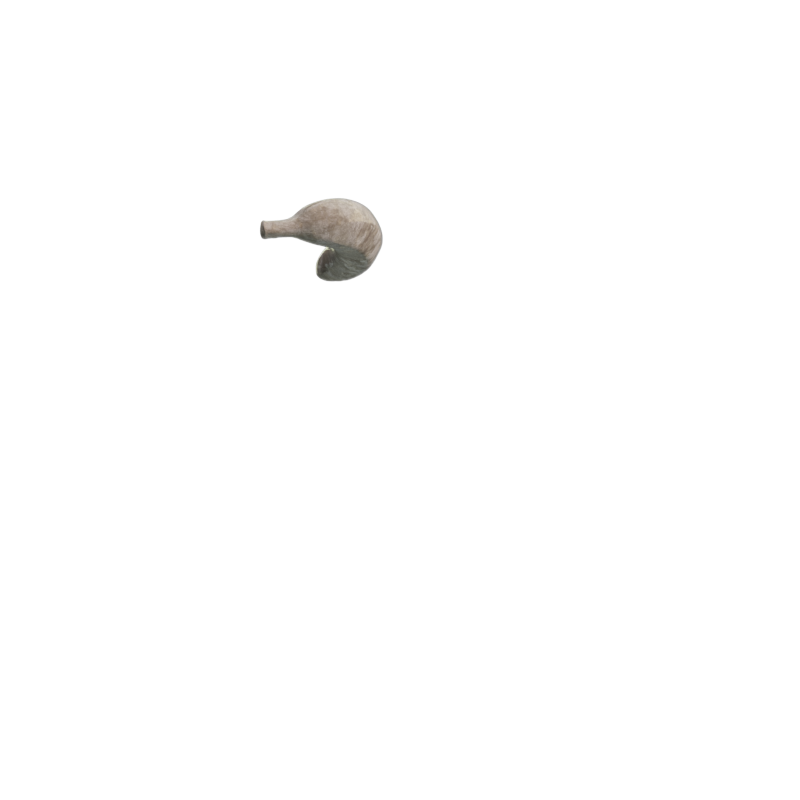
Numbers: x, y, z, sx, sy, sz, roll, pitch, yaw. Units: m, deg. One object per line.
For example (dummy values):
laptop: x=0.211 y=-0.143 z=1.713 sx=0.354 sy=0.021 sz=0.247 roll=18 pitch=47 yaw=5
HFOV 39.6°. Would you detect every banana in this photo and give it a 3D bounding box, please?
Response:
banana: x=-0.046 y=-0.117 z=0.811 sx=0.070 sy=0.037 sz=0.191 roll=-1 pitch=-5 yaw=8
